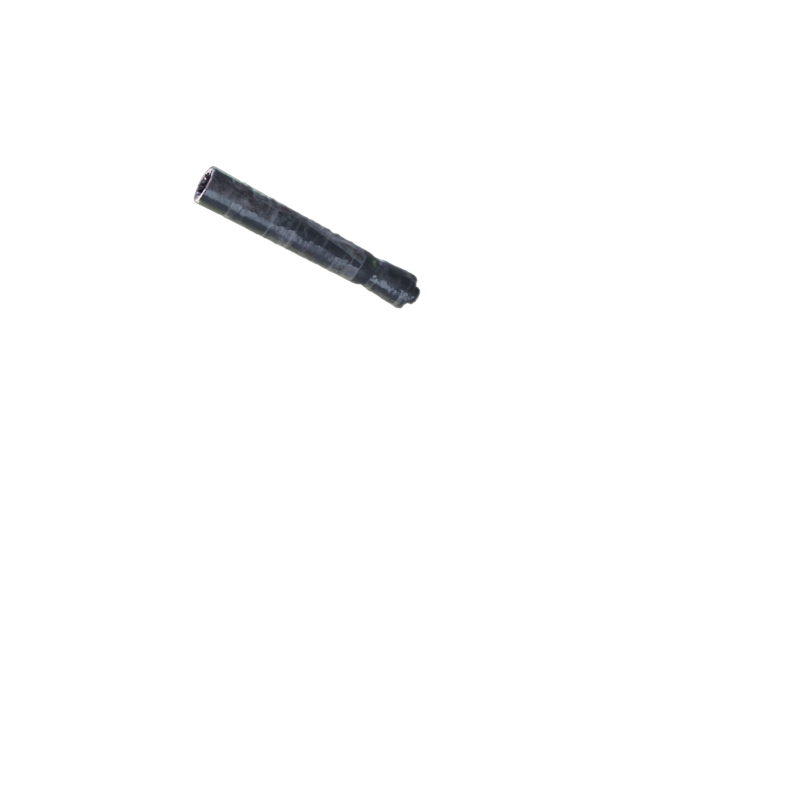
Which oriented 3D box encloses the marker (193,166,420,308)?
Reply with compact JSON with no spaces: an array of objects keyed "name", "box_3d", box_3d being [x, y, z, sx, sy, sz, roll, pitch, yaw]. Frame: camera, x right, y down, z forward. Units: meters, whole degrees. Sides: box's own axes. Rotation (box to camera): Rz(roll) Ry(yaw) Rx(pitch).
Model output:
[{"name":"marker","box_3d":[-0.041,-0.075,0.526,0.116,0.020,0.020,26,-7,-21]}]
